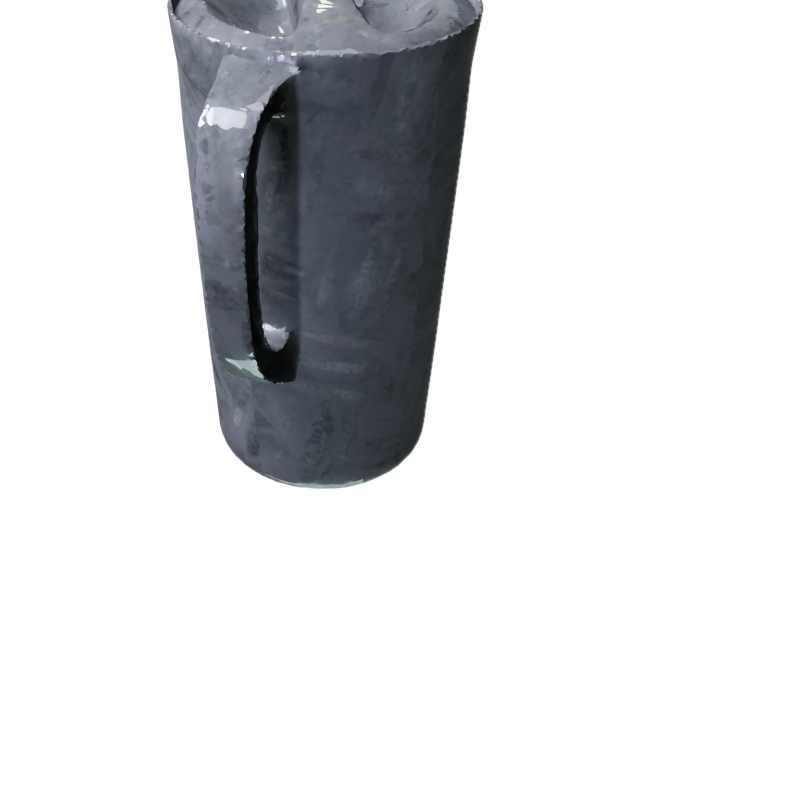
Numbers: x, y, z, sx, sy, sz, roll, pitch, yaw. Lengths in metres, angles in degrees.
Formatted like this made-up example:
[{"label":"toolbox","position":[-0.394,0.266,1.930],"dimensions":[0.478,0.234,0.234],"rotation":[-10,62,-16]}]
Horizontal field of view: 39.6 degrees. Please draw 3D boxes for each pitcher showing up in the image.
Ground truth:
[{"label":"pitcher","position":[-0.041,-0.074,0.519],"dimensions":[0.147,0.228,0.157],"rotation":[-14,37,-22]}]
